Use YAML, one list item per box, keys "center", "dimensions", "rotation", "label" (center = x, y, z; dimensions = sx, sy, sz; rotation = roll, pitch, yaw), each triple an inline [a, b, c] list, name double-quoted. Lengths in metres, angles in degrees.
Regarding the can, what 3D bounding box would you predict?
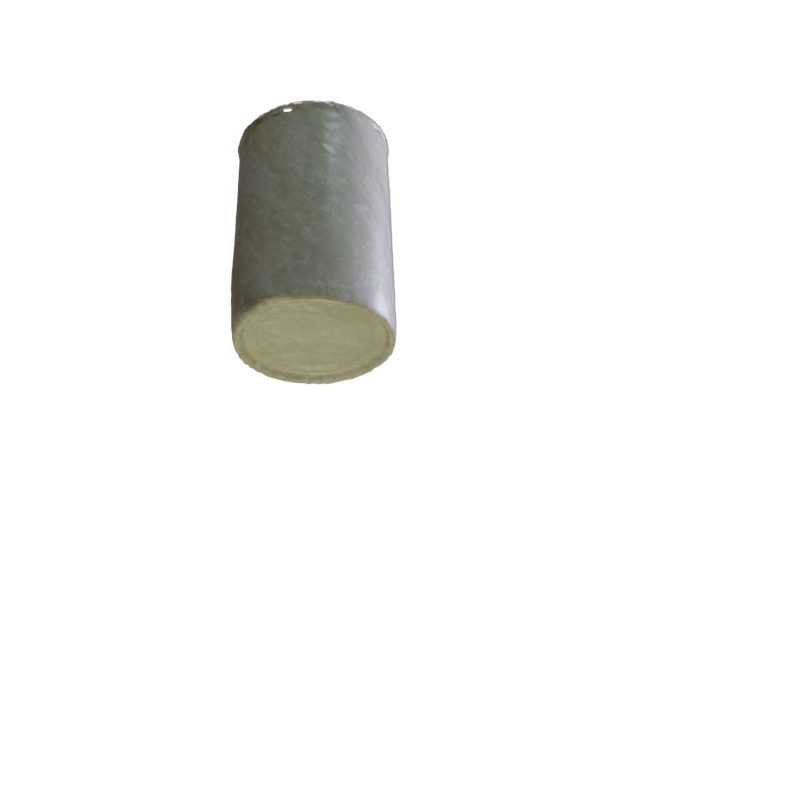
- center: [-0.037, -0.067, 0.470]
  dimensions: [0.068, 0.109, 0.064]
  rotation: [-1, -33, -2]
  label: "can"
